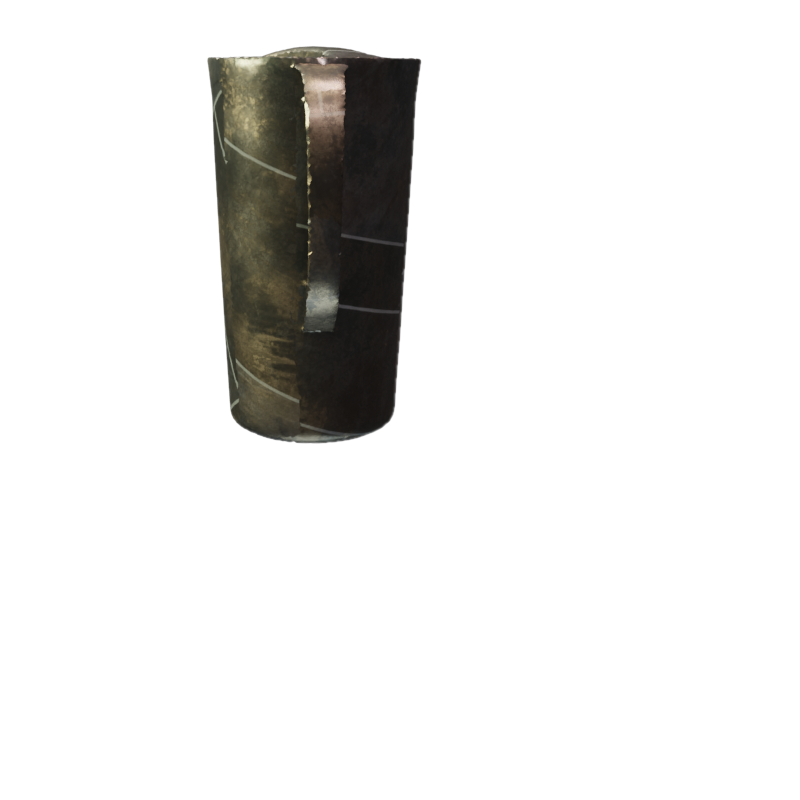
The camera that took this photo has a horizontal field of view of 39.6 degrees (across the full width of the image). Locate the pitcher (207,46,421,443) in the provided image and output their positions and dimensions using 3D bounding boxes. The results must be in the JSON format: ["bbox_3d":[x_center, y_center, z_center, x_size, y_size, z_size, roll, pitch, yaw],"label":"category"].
[{"bbox_3d":[-0.055,-0.100,0.699,0.152,0.238,0.146,8,13,37],"label":"pitcher"}]
